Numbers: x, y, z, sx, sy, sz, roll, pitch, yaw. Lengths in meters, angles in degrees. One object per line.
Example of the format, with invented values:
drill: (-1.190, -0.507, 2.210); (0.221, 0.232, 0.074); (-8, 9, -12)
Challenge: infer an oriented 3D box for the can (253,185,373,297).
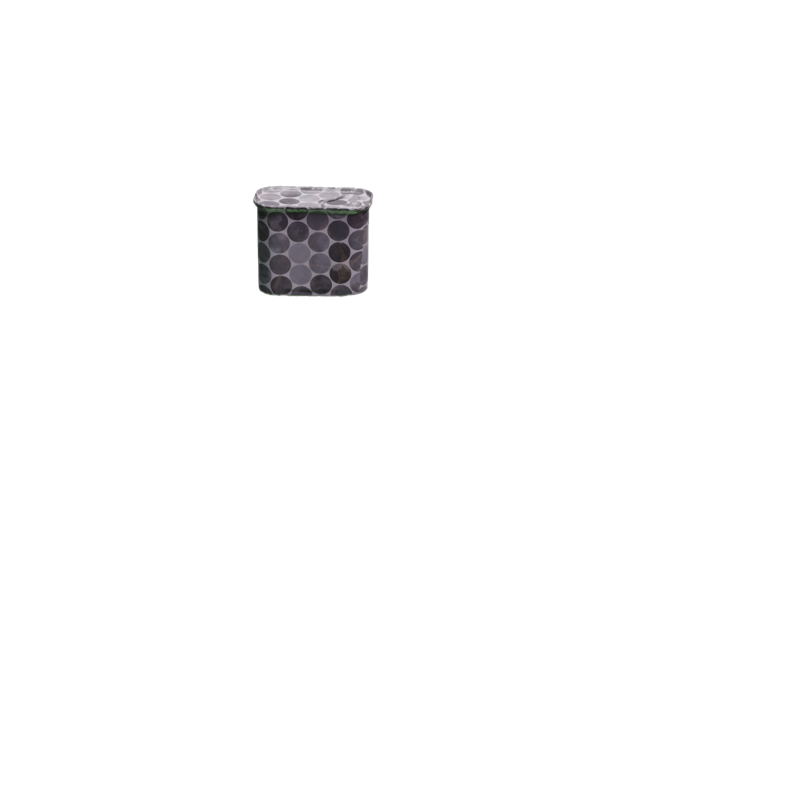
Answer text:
can: (-0.075, -0.138, 0.964); (0.102, 0.080, 0.060); (2, 23, 2)
